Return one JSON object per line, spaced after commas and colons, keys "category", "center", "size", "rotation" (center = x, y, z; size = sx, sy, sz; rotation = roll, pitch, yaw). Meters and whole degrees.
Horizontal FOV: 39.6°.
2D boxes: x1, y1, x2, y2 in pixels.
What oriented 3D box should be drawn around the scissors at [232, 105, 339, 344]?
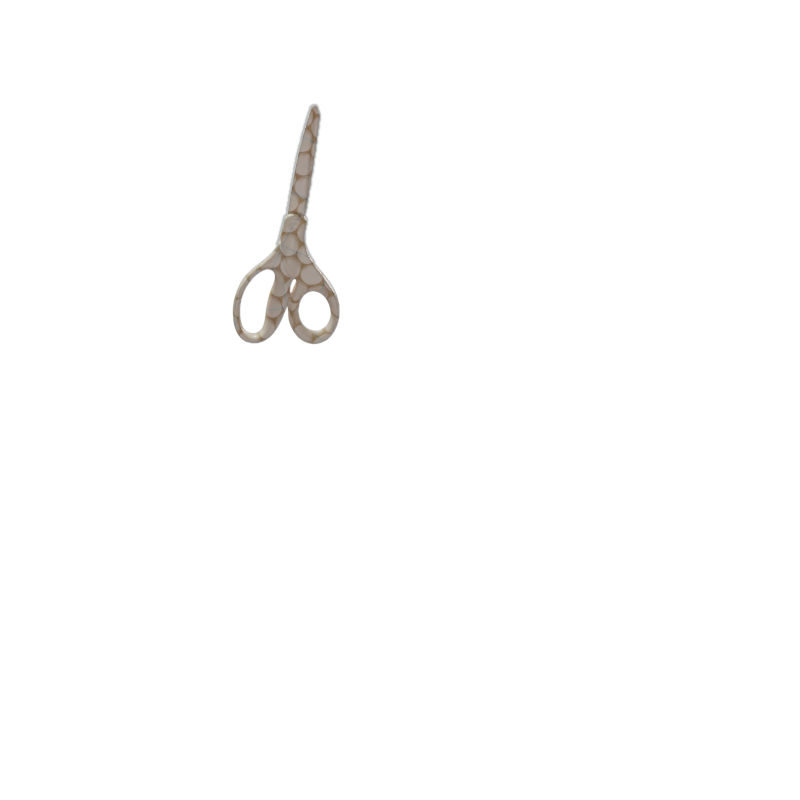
{"category": "scissors", "center": [-0.070, -0.128, 0.893], "size": [0.094, 0.197, 0.016], "rotation": [25, 16, -8]}
